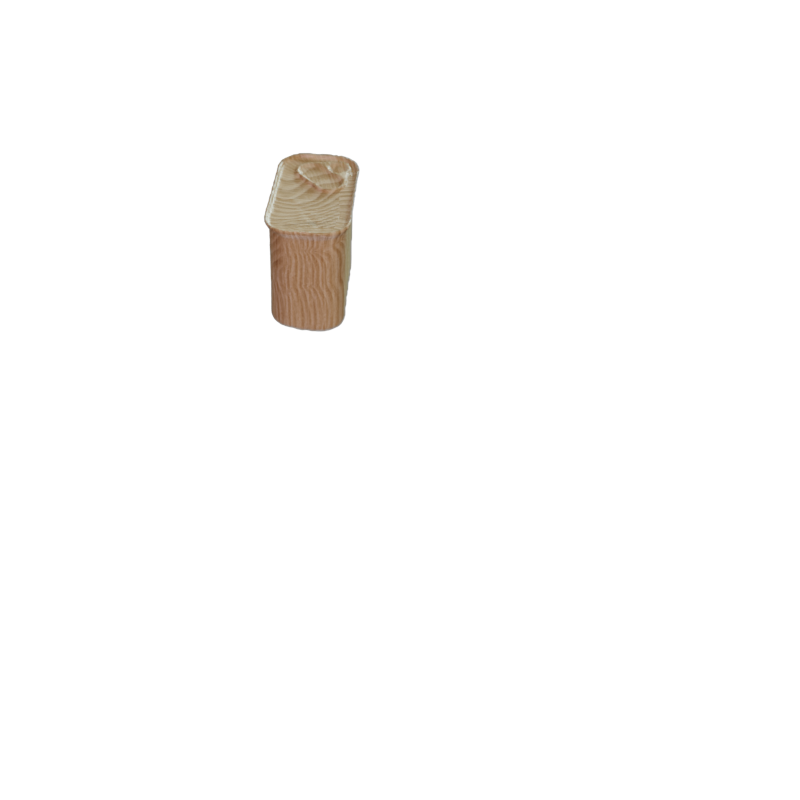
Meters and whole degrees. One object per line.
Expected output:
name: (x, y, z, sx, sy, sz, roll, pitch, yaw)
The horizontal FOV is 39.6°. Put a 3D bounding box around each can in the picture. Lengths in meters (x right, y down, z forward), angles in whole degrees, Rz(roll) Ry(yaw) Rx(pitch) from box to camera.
can: (-0.060, -0.110, 0.771, 0.058, 0.078, 0.108, 3, 39, 2)
